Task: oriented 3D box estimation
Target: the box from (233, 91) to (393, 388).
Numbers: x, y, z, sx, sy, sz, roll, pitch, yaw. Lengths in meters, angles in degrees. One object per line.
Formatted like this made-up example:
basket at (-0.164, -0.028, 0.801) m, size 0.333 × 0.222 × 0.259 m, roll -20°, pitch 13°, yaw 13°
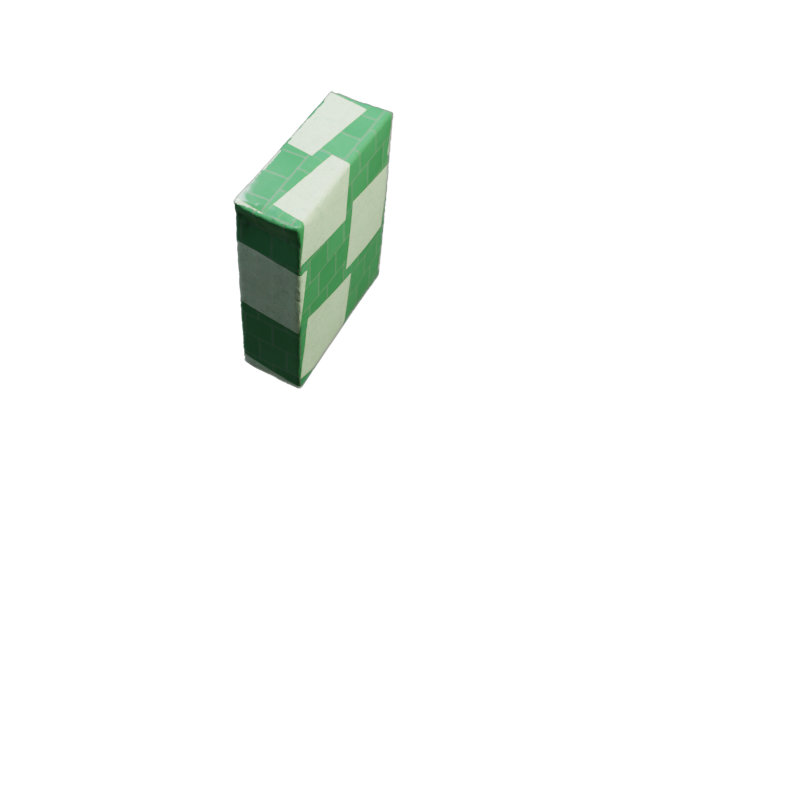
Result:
box at (-0.077, -0.141, 0.988) m, size 0.074 × 0.170 × 0.199 m, roll 23°, pitch -37°, yaw 14°
